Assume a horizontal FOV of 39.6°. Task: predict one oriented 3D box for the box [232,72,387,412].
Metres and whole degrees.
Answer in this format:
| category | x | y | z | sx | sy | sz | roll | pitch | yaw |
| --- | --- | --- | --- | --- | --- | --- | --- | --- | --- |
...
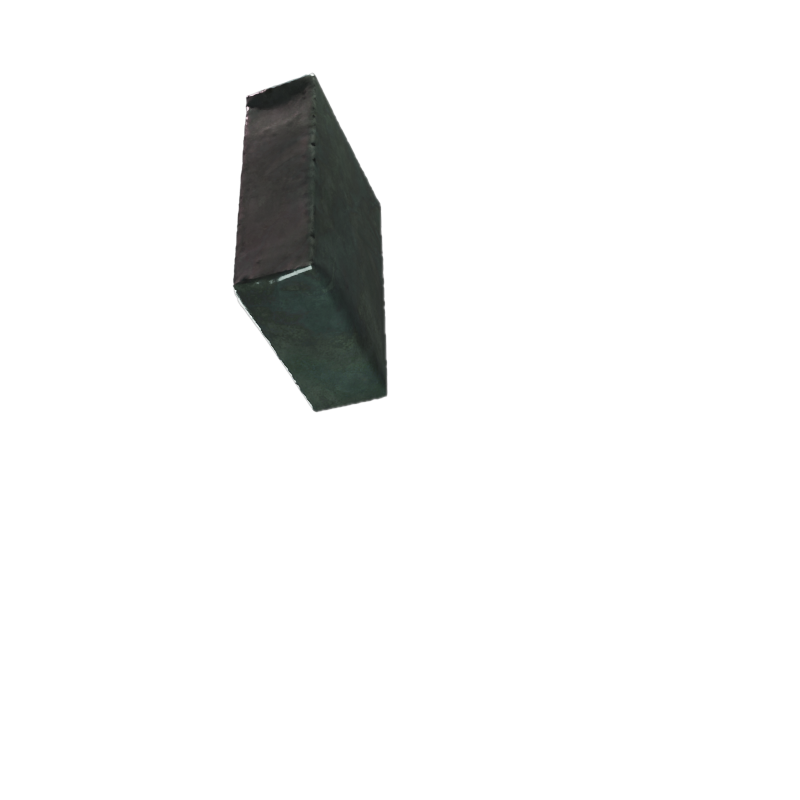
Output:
| category | x | y | z | sx | sy | sz | roll | pitch | yaw |
| --- | --- | --- | --- | --- | --- | --- | --- | --- | --- |
| box | -0.069 | -0.126 | 0.881 | 0.072 | 0.229 | 0.151 | -15 | -41 | 14 |
